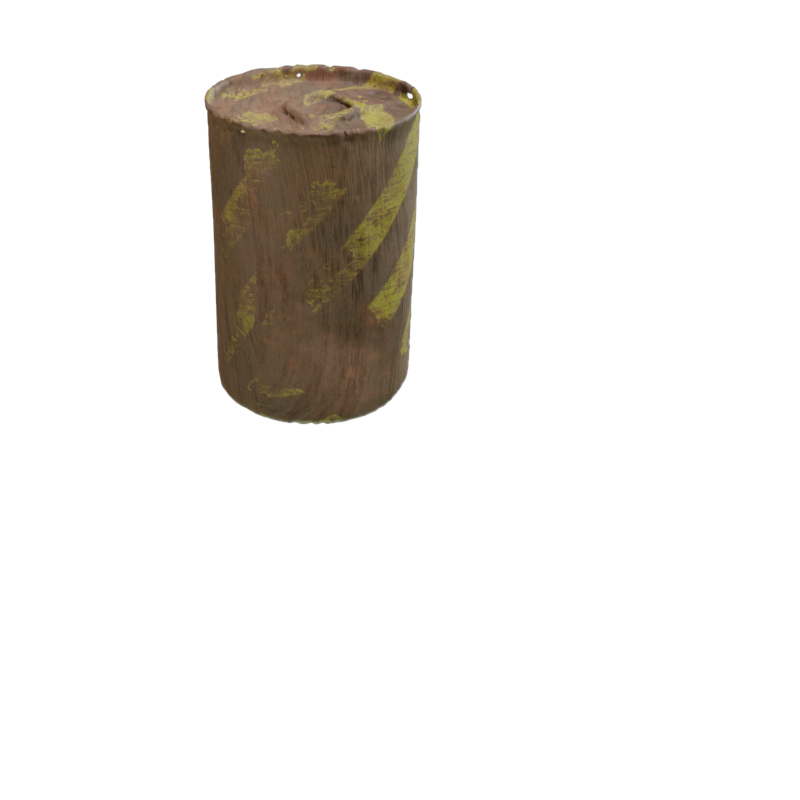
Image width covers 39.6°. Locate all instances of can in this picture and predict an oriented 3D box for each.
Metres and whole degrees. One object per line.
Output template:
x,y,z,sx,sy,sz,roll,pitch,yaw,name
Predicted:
-0.029,-0.052,0.367,0.068,0.096,0.073,0,29,-2,can
